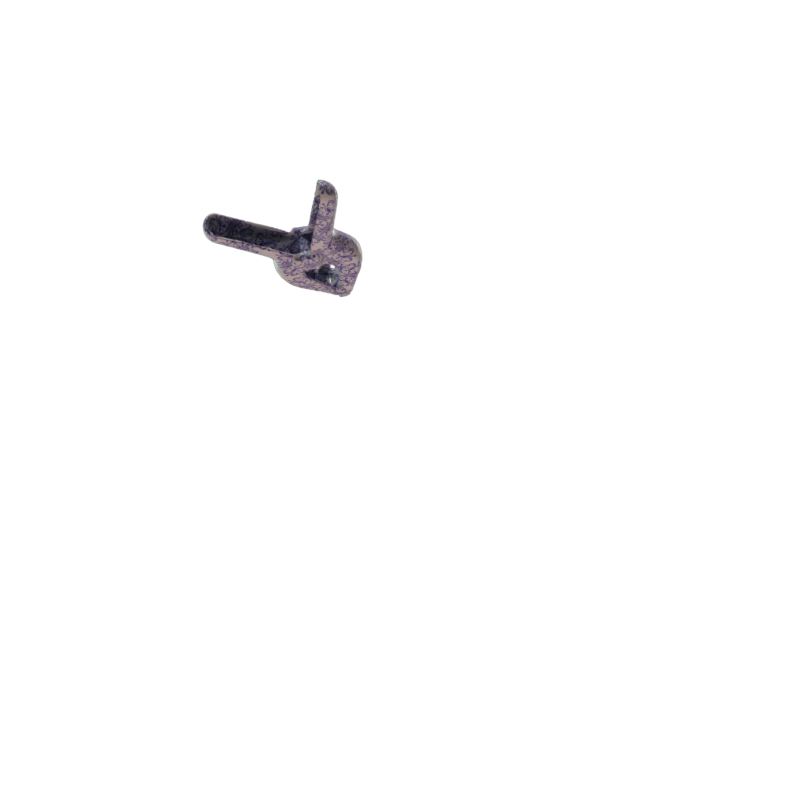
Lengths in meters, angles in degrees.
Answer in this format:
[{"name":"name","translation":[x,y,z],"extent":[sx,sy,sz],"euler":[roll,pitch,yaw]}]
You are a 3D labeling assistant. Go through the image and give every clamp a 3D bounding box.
[{"name":"clamp","translation":[-0.075,-0.137,0.961],"extent":[0.122,0.041,0.160],"euler":[-11,-20,31]}]
